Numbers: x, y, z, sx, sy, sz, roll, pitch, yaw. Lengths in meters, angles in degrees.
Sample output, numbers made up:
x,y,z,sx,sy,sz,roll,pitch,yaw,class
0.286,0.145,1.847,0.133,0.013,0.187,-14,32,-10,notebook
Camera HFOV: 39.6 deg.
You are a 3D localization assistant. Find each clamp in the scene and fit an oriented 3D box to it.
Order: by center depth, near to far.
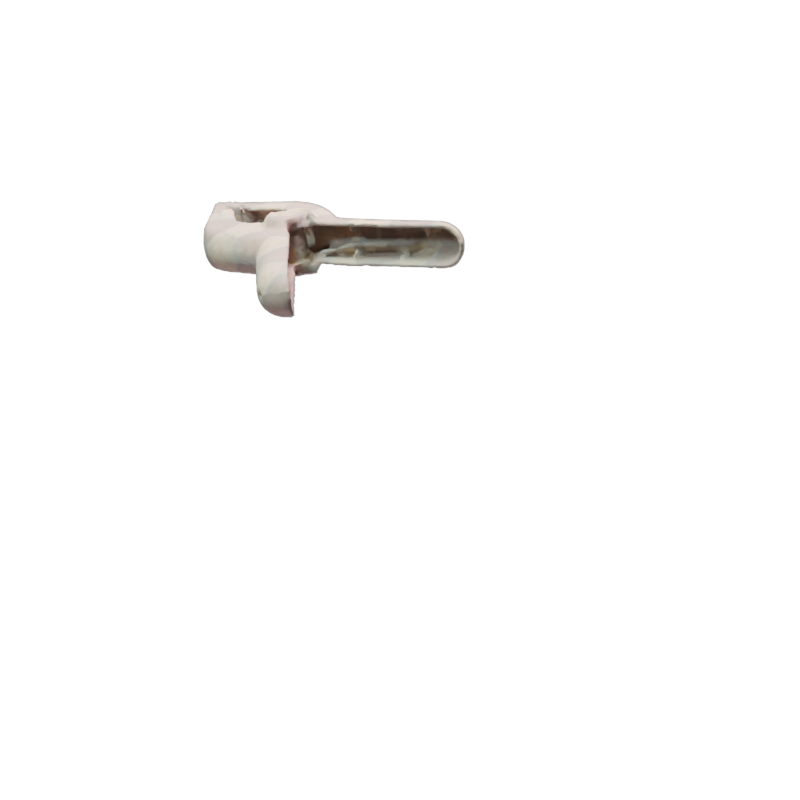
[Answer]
x,y,z,sx,sy,sz,roll,pitch,yaw,class
-0.049,-0.088,0.620,0.117,0.038,0.183,-10,24,-24,clamp
